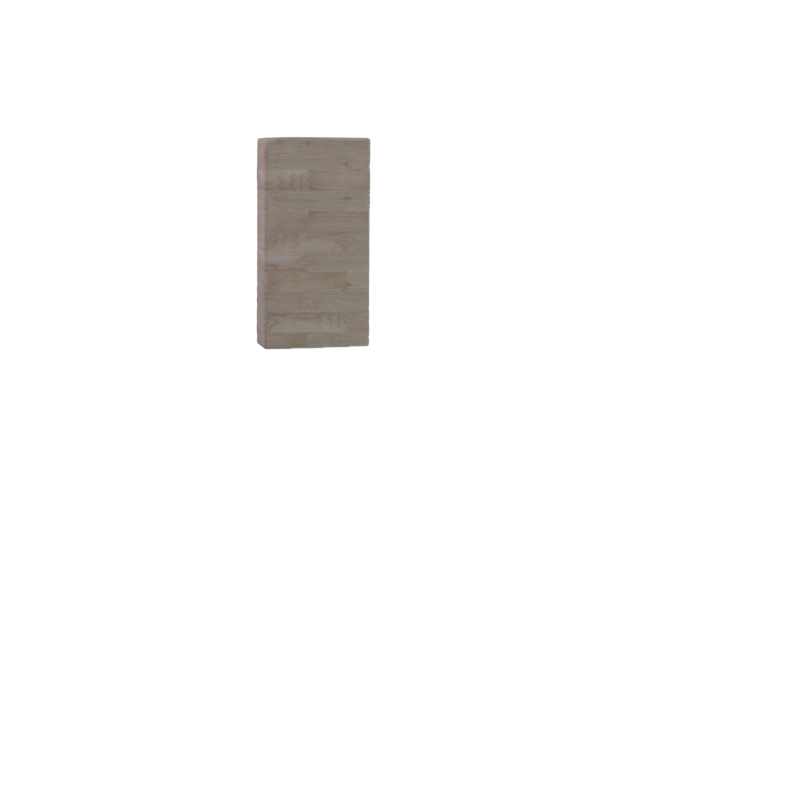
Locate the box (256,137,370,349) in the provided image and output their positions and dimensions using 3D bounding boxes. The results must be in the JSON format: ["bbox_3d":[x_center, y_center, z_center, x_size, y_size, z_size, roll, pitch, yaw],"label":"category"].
[{"bbox_3d":[-0.073,-0.134,0.937,0.092,0.174,0.050,-1,6,-14],"label":"box"}]
